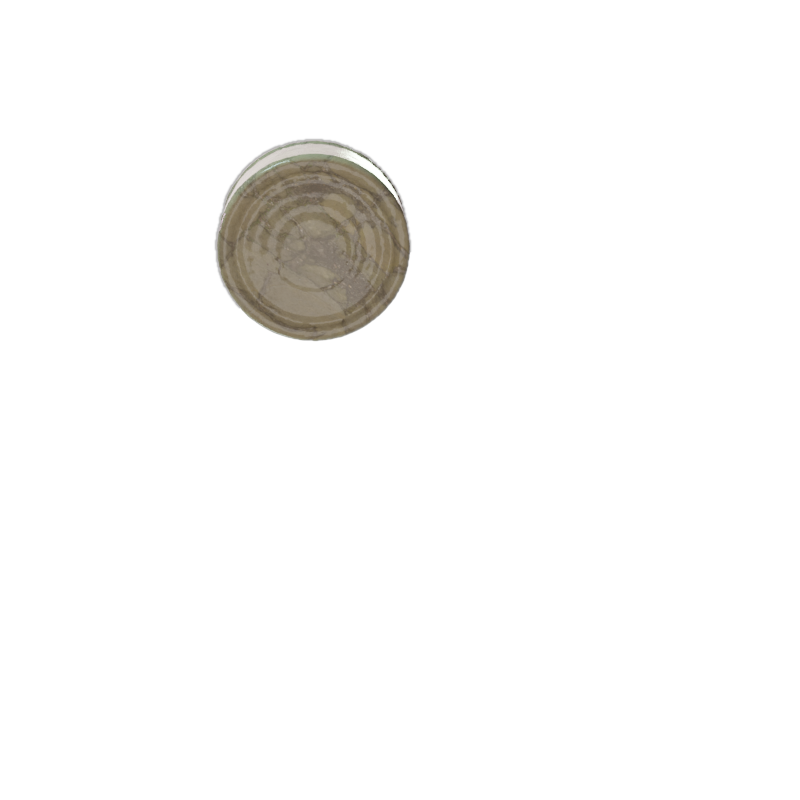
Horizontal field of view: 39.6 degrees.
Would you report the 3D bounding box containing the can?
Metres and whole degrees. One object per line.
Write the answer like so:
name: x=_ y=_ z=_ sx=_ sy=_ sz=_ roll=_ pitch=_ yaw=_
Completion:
can: x=-0.039 y=-0.070 z=0.494 sx=0.086 sy=0.083 sz=0.035 roll=0 pitch=17 yaw=-1
